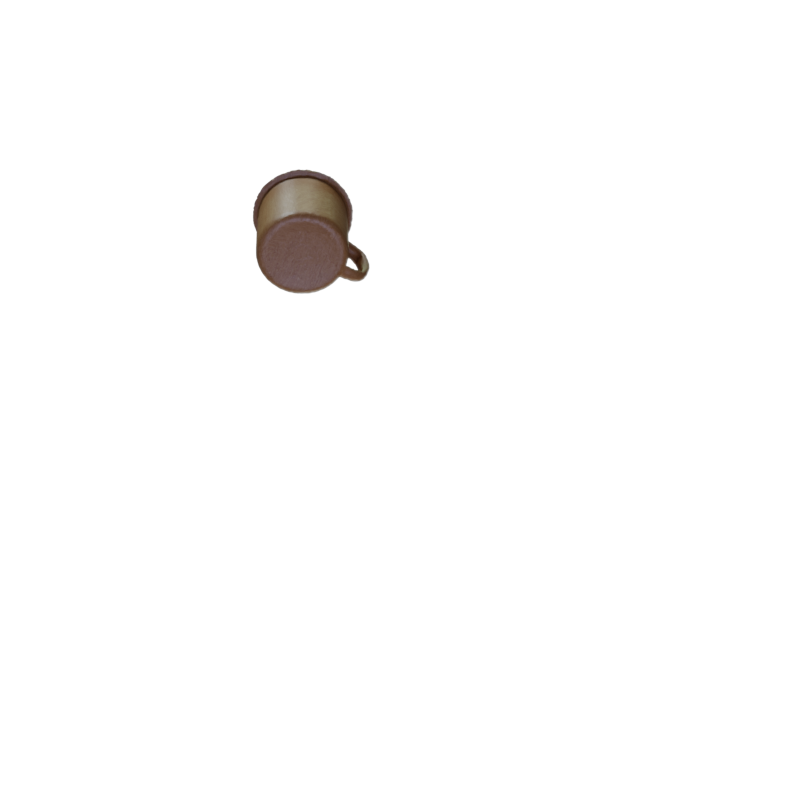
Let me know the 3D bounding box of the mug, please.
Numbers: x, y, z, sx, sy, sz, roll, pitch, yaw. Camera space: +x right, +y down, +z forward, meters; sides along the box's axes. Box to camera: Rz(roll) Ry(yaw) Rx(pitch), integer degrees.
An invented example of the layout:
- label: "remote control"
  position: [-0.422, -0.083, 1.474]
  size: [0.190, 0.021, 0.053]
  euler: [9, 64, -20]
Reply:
- label: "mug"
  position: [-0.078, -0.143, 0.999]
  size: [0.112, 0.091, 0.087]
  euler: [32, 25, -19]
